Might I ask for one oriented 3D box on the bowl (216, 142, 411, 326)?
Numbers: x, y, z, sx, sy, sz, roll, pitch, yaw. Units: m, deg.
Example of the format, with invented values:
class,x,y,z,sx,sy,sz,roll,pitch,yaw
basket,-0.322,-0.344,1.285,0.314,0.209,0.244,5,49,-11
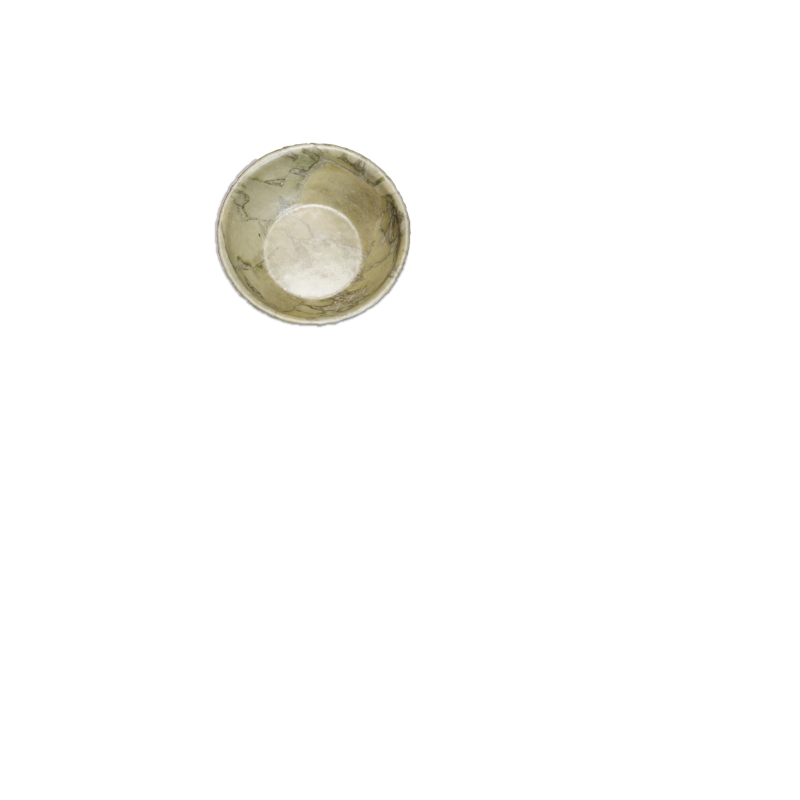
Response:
class,x,y,z,sx,sy,sz,roll,pitch,yaw
bowl,-0.074,-0.134,0.941,0.162,0.169,0.053,-1,-18,-1
